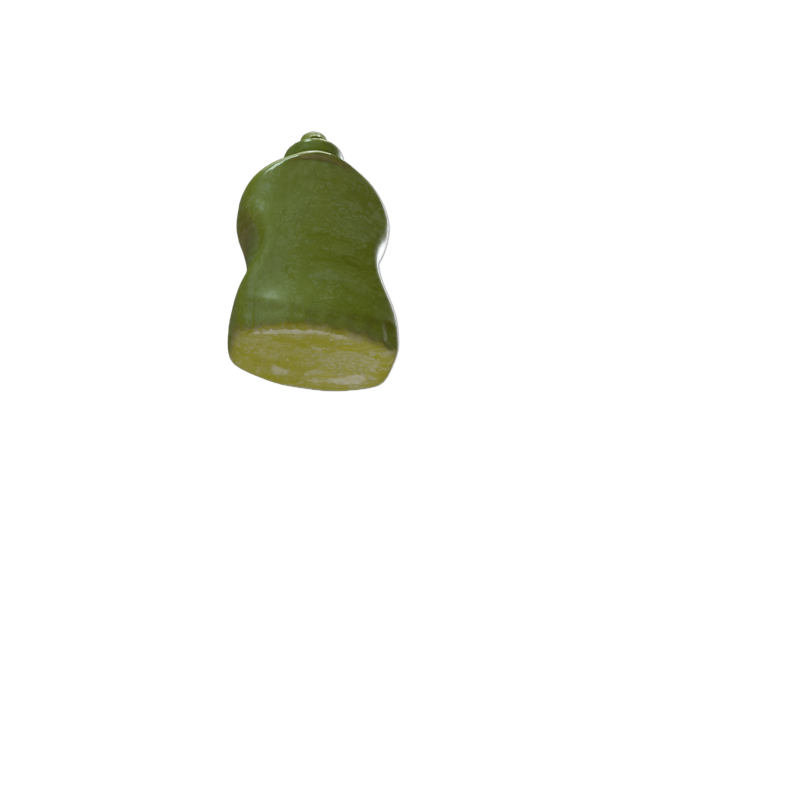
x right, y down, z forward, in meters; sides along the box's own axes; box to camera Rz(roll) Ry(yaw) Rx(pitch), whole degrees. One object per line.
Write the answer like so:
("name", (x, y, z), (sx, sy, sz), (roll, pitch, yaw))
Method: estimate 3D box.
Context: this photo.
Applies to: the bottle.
("bottle", (-0.054, -0.098, 0.687), (0.094, 0.206, 0.055), (6, -42, -11))
